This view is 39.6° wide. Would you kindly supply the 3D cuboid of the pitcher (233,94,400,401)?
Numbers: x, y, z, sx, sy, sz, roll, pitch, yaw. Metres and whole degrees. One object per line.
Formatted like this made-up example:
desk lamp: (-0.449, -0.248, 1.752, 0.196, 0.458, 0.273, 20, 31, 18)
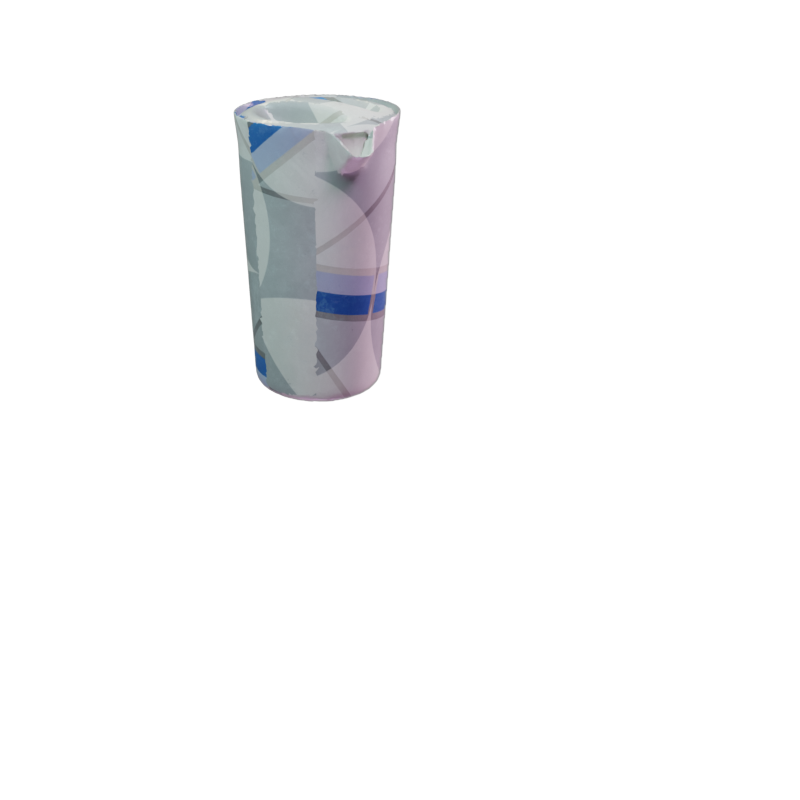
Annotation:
pitcher: (-0.073, -0.132, 0.927, 0.149, 0.232, 0.152, 8, 22, 16)
